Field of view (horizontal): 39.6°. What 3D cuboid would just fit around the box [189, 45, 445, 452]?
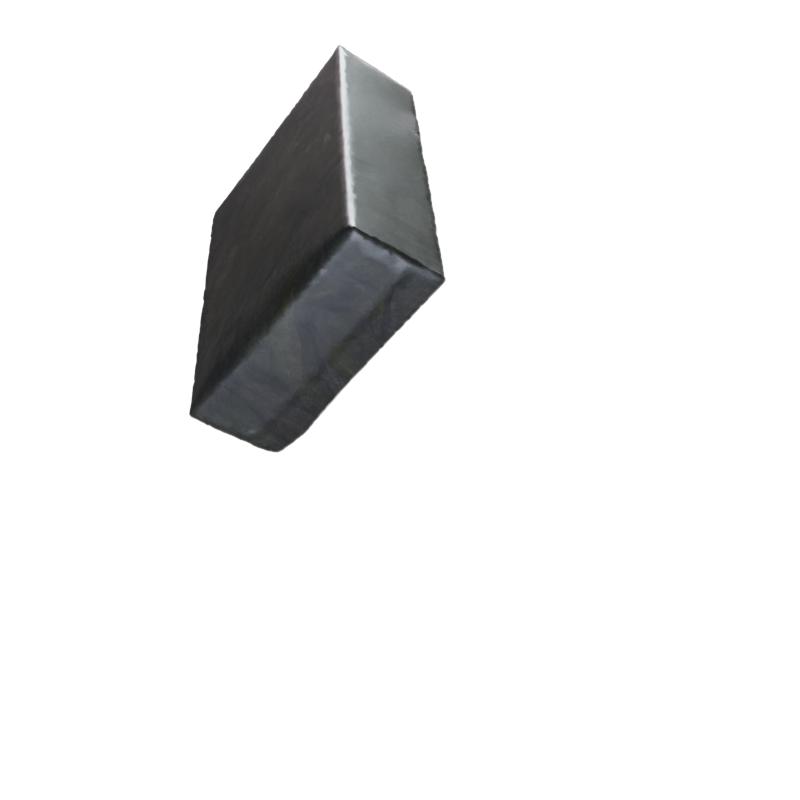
[{"bbox_3d":[-0.054,-0.099,0.693,0.068,0.229,0.160,29,-57,-25],"label":"box"}]
